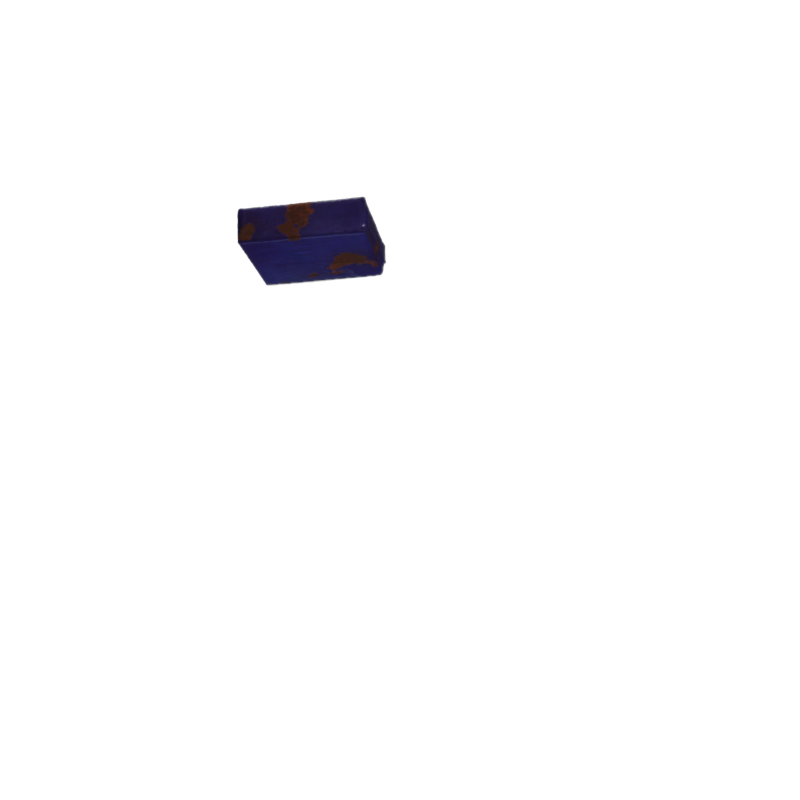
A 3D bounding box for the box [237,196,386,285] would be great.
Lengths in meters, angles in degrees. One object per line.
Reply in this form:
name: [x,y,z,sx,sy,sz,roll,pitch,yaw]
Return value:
box: [-0.060,-0.109,0.762,0.090,0.032,0.069,-4,-20,11]
